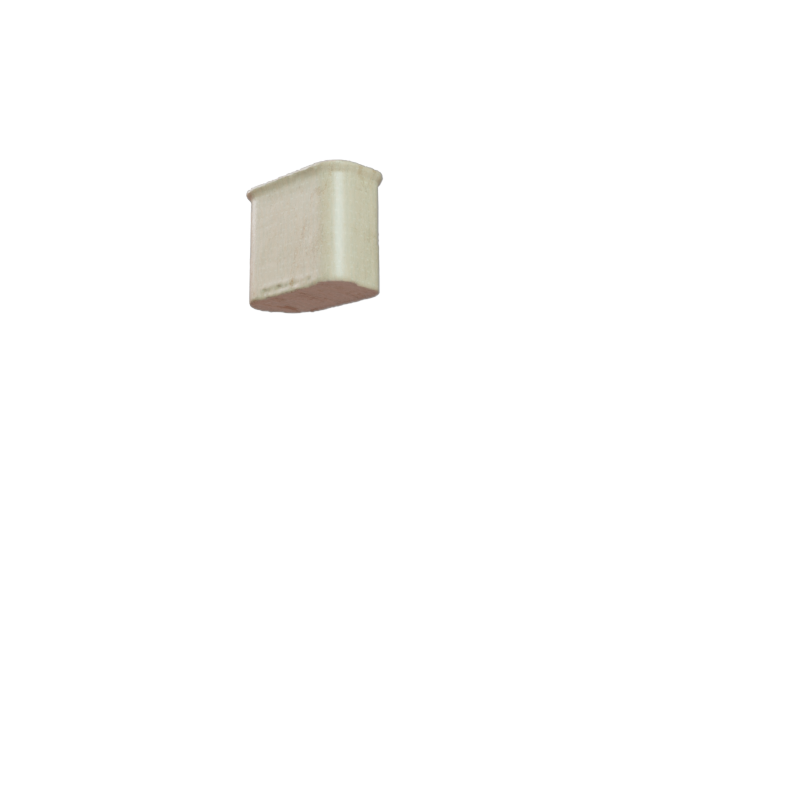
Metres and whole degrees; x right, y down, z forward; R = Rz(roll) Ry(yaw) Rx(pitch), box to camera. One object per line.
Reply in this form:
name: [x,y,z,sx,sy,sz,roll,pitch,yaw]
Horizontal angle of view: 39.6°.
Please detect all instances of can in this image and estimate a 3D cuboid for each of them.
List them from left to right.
can: [-0.060,-0.109,0.763,0.104,0.087,0.054,-12,-18,43]
